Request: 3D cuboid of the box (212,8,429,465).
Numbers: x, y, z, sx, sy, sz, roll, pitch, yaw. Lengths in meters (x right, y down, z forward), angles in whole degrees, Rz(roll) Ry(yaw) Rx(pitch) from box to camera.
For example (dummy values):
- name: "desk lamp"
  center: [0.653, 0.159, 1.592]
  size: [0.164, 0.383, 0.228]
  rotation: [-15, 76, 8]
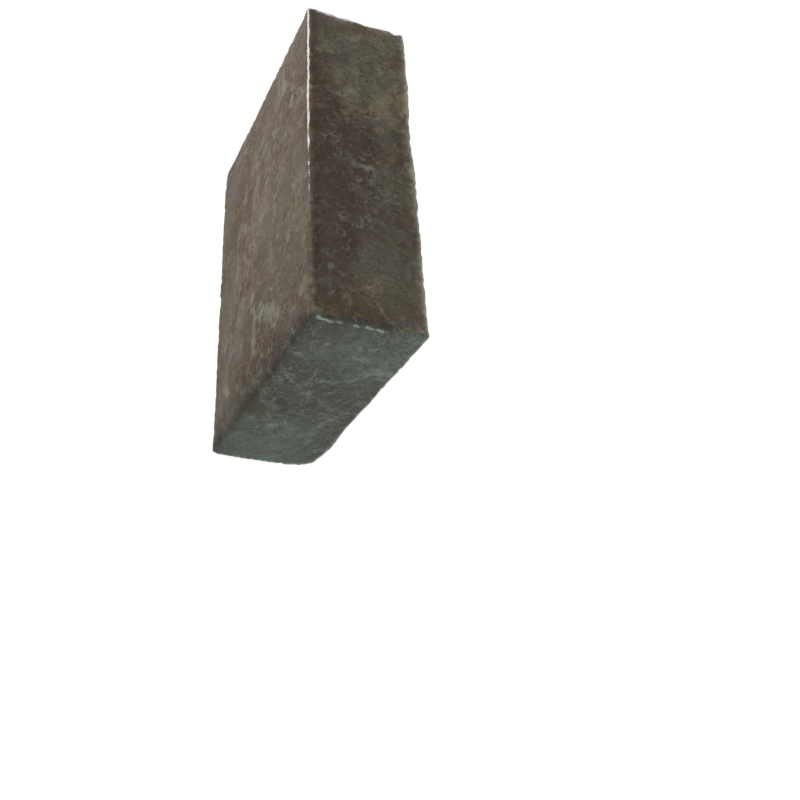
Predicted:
- name: "box"
  center: [-0.051, -0.093, 0.650]
  size: [0.069, 0.229, 0.159]
  rotation: [12, -35, -21]
